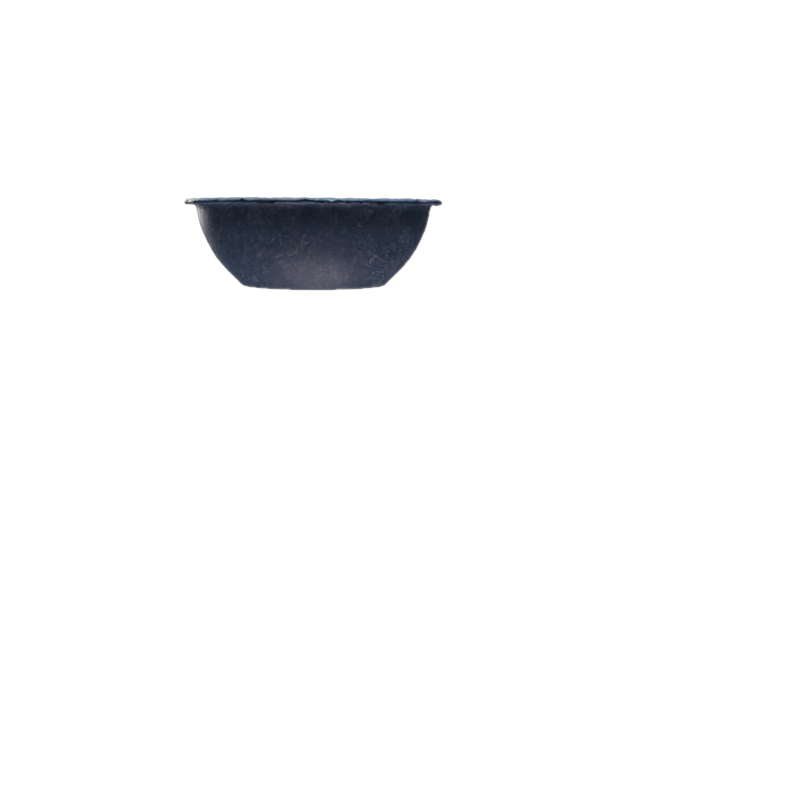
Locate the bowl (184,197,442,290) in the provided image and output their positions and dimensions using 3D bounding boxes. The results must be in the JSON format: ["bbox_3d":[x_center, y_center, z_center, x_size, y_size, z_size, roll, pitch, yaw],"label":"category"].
[{"bbox_3d":[-0.055,-0.100,0.699,0.162,0.054,0.165,0,9,-2],"label":"bowl"}]
